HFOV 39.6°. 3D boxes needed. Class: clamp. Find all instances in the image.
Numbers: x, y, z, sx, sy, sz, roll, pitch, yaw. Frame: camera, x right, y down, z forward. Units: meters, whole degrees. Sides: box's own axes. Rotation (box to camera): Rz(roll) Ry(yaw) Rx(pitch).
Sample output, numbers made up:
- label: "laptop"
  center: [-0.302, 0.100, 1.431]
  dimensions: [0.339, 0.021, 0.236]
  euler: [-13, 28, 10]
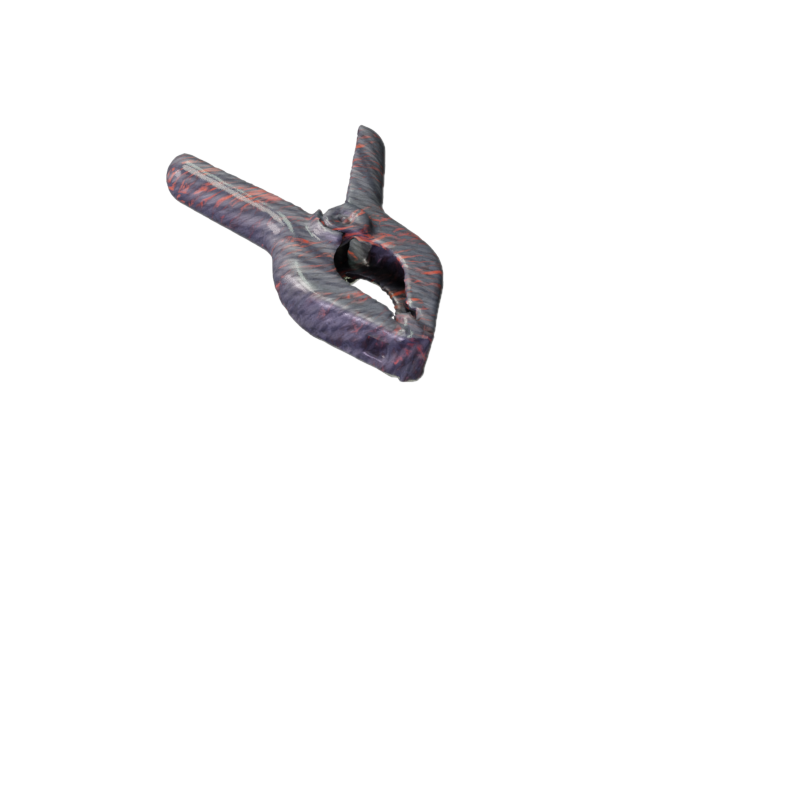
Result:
- label: "clamp"
  center: [-0.042, -0.076, 0.532]
  dimensions: [0.119, 0.037, 0.186]
  euler: [-12, 44, -13]
